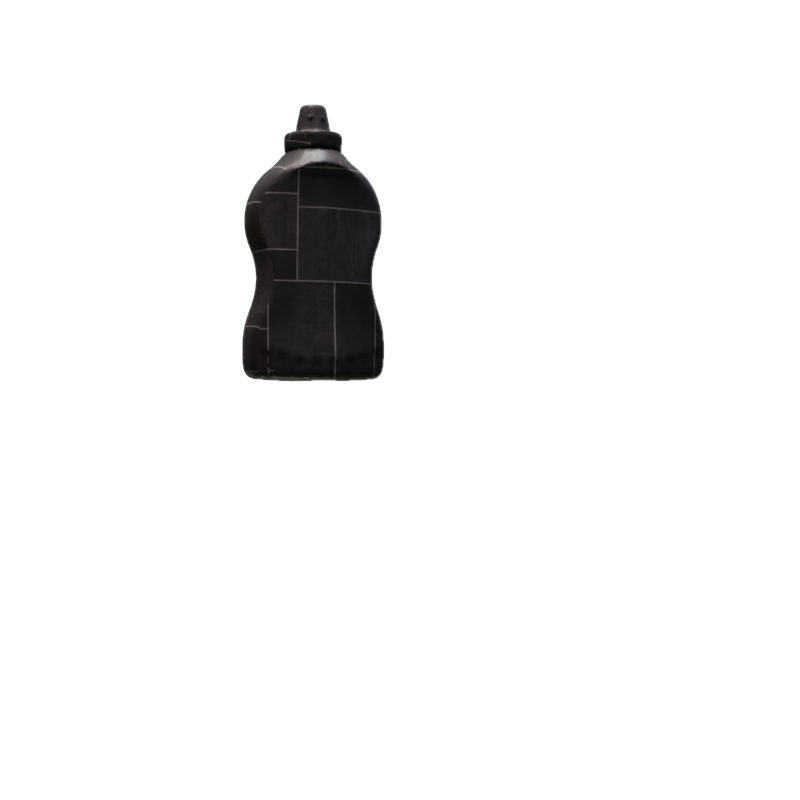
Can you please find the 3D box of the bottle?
[{"bbox_3d":[-0.061,-0.110,0.772,0.094,0.194,0.059,1,-5,-17],"label":"bottle"}]
